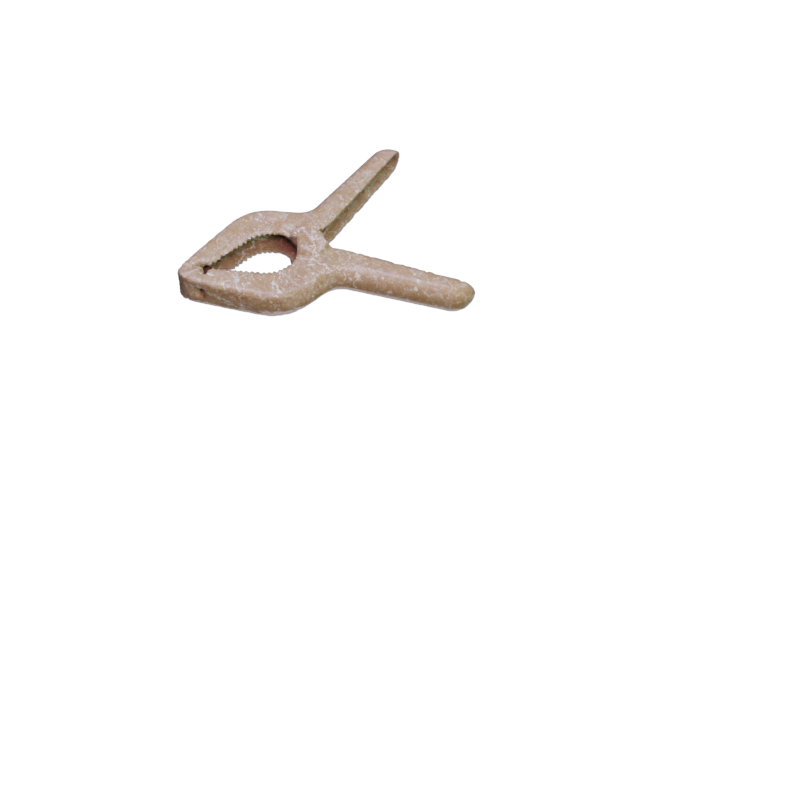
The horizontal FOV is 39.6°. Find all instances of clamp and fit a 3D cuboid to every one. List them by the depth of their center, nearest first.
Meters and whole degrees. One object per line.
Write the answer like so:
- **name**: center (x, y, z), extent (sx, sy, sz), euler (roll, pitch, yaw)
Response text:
- **clamp**: center (-0.066, -0.120, 0.843), extent (0.208, 0.178, 0.034), euler (-10, -39, -8)
